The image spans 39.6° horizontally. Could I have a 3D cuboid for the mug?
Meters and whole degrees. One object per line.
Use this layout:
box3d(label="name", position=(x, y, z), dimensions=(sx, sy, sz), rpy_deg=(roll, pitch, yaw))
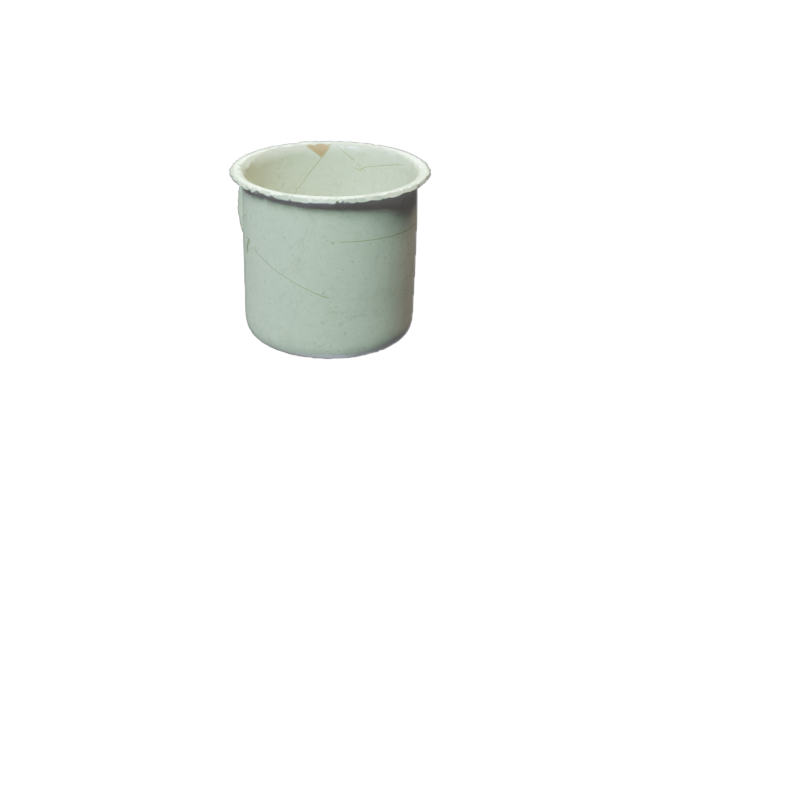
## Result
box3d(label="mug", position=(-0.042, -0.076, 0.535), dimensions=(0.092, 0.077, 0.125), rpy_deg=(-20, 33, -37))
